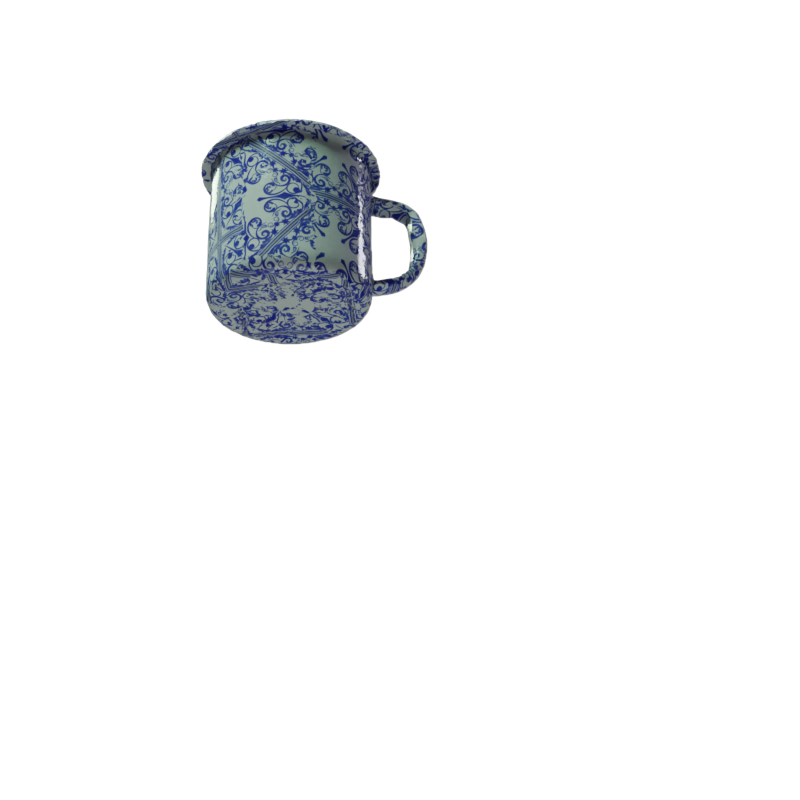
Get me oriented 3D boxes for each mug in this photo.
[{"bbox_3d":[-0.044,-0.080,0.559,0.115,0.087,0.089,6,-30,-12],"label":"mug"}]
